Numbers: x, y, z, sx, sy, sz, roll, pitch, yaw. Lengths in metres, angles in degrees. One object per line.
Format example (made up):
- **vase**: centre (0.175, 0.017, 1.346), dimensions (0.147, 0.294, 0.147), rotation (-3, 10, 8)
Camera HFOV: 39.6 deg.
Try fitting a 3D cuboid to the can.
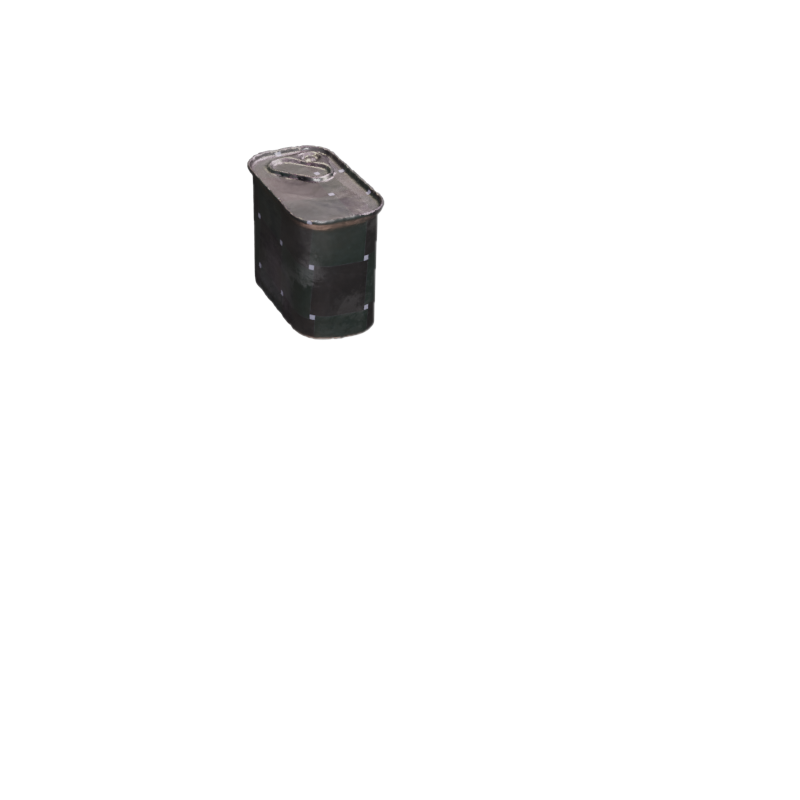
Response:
- **can**: centre (-0.053, -0.096, 0.675), dimensions (0.057, 0.079, 0.110), rotation (-13, 36, -22)
